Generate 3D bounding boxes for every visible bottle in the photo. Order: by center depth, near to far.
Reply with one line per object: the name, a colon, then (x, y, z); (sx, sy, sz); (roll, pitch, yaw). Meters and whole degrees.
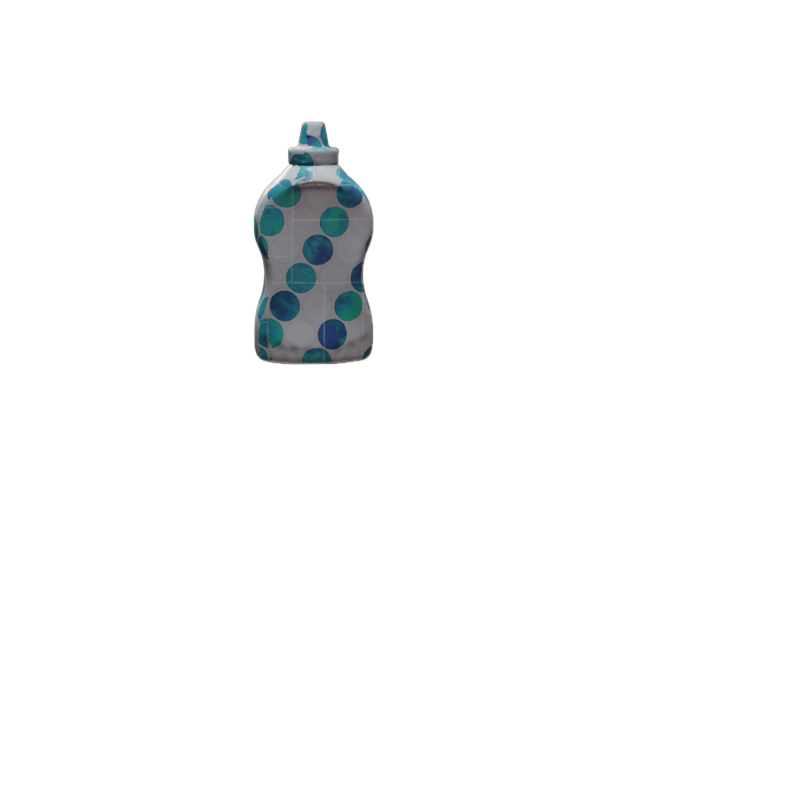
bottle: (-0.070, -0.127, 0.892); (0.096, 0.188, 0.060); (0, 9, -4)
